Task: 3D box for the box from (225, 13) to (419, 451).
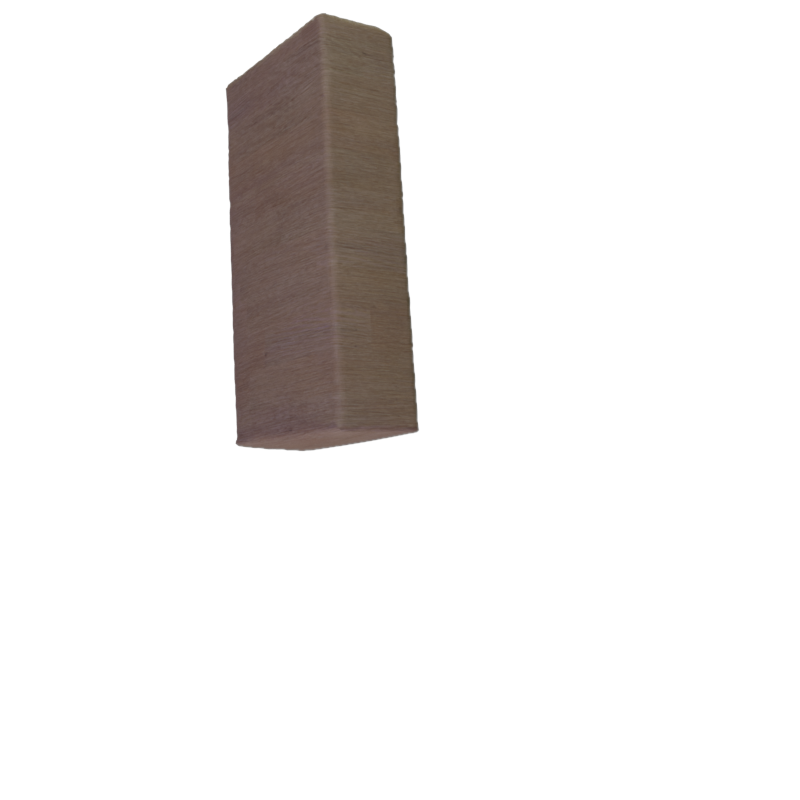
[{"bbox_3d":[-0.038,-0.070,0.490,0.046,0.183,0.094,9,-16,-33],"label":"box"}]
